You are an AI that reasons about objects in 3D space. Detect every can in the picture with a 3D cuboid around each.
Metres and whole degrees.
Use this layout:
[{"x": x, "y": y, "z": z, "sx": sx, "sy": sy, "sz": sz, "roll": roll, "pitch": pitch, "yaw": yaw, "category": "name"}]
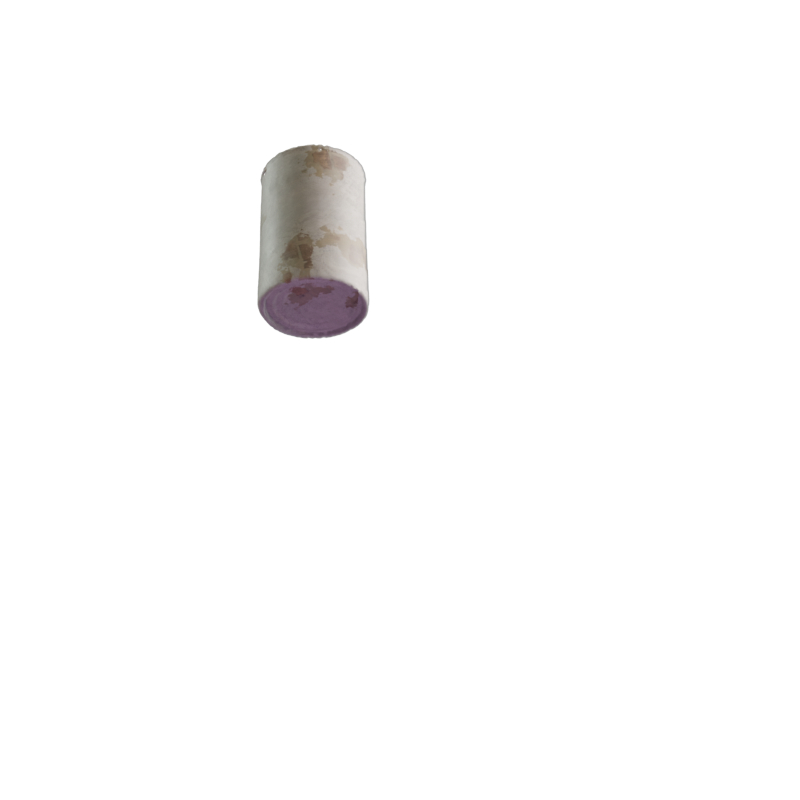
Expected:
[{"x": -0.054, "y": -0.098, "z": 0.686, "sx": 0.068, "sy": 0.109, "sz": 0.064, "roll": -1, "pitch": -34, "yaw": -2, "category": "can"}]
